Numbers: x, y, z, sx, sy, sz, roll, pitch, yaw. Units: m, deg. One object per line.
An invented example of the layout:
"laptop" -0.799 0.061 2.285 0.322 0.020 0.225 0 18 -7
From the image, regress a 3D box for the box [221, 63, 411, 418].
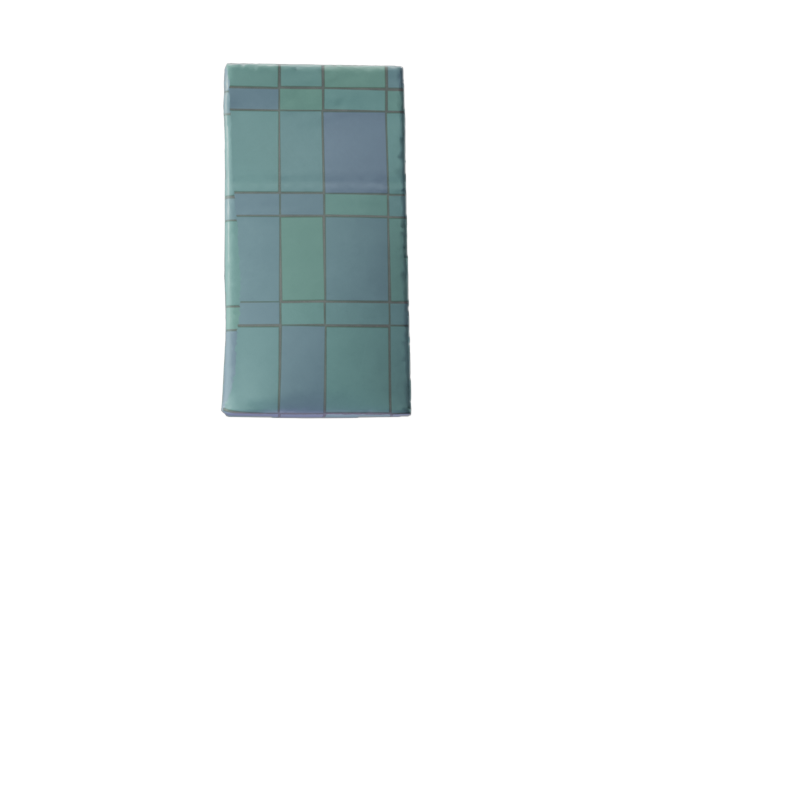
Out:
"box" -0.044 -0.080 0.562 0.093 0.181 0.047 0 -10 -6
